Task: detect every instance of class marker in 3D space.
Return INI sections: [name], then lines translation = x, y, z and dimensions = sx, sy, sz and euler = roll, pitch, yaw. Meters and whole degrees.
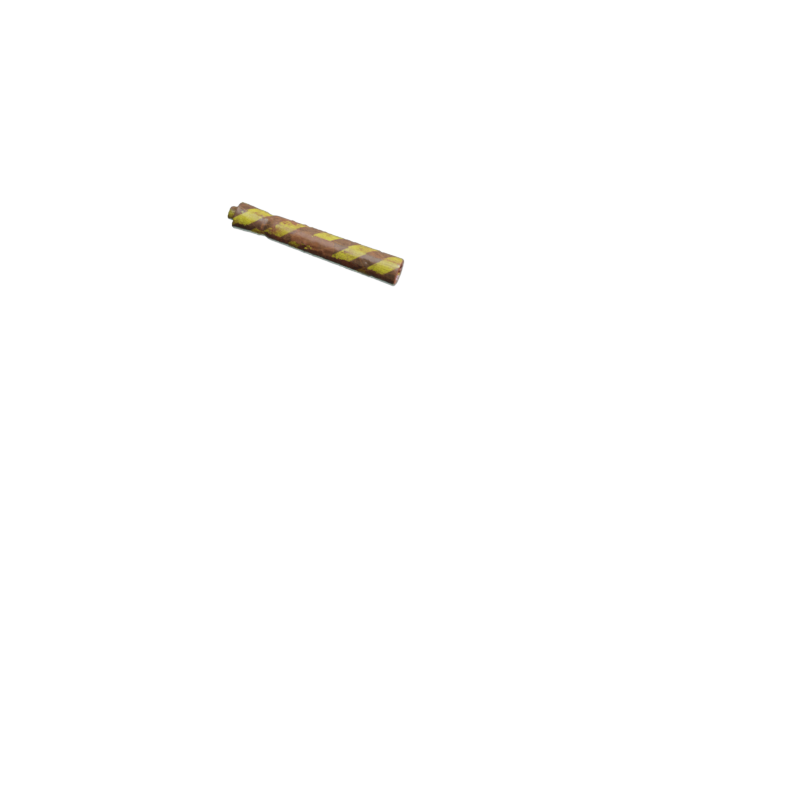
[marker]
translation = -0.057, -0.104, 0.726
dimensions = 0.124, 0.019, 0.019
euler = 21, 8, 12
